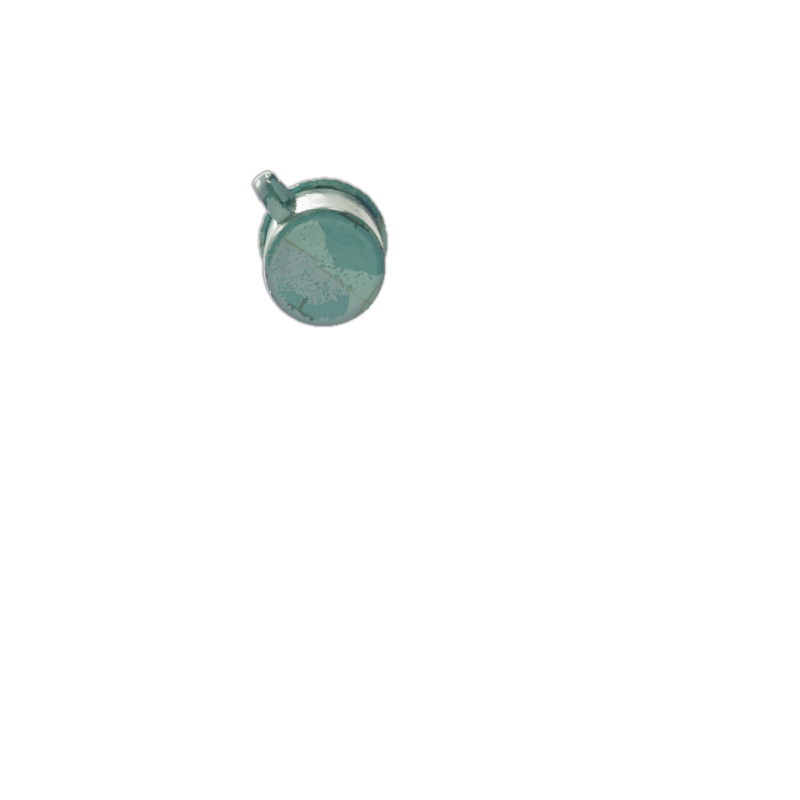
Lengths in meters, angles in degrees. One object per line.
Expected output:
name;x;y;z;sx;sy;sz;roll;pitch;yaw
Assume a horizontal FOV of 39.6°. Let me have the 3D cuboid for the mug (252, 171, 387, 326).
mug;-0.060;-0.109;0.762;0.093;0.113;0.085;-35;14;9
